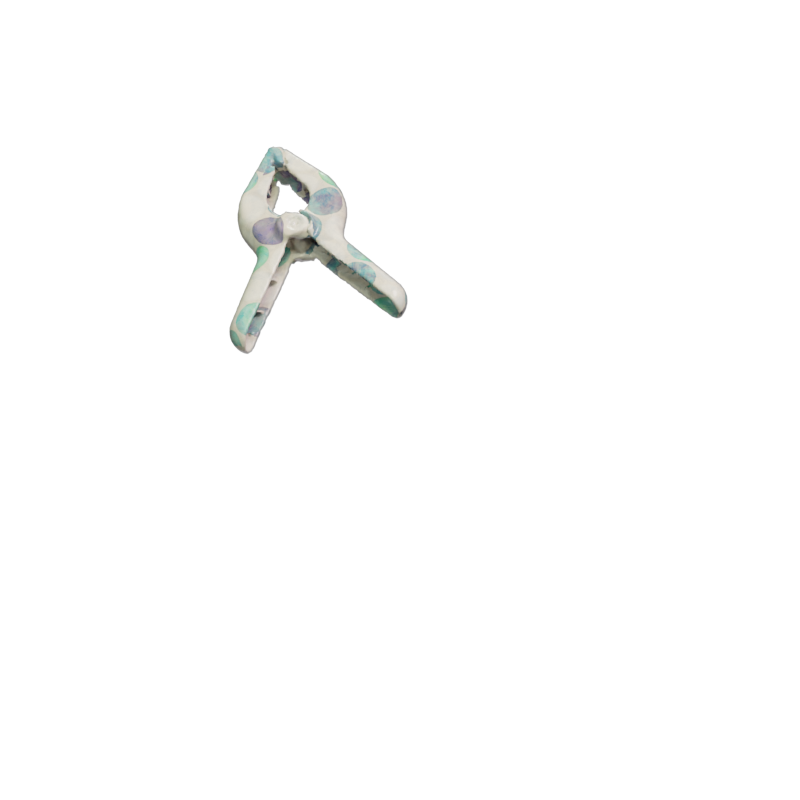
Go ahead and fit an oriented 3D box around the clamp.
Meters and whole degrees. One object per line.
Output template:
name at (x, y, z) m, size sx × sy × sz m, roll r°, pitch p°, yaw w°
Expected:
clamp at (-0.061, -0.112, 0.785) m, size 0.120 × 0.184 × 0.037 m, roll -4°, pitch -34°, yaw -3°
